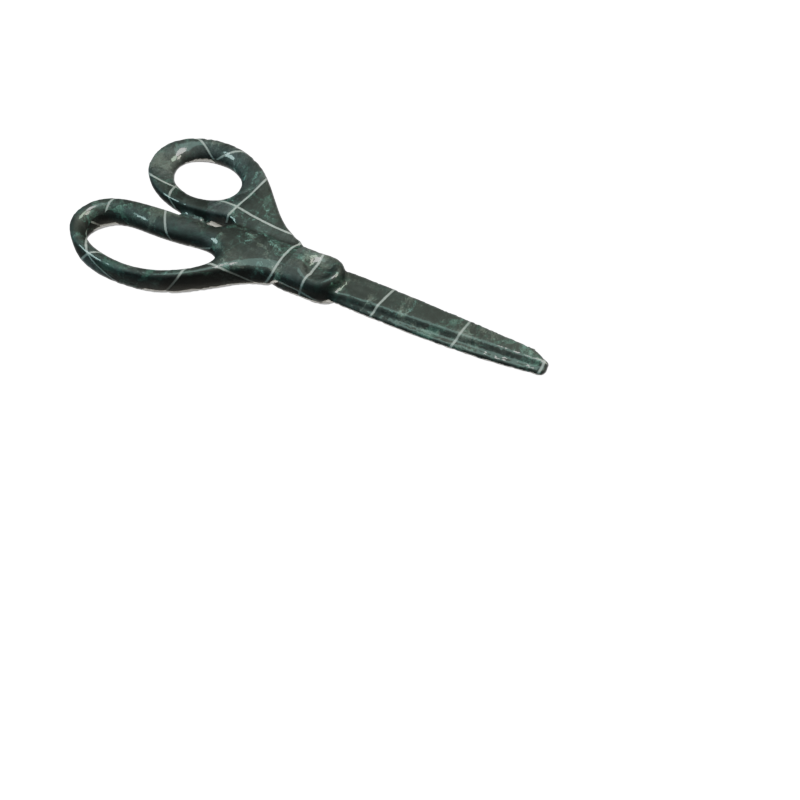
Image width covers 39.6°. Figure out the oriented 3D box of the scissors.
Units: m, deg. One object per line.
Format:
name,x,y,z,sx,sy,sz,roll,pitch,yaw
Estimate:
scissors,-0.036,-0.066,0.463,0.205,0.102,0.015,10,-40,8
